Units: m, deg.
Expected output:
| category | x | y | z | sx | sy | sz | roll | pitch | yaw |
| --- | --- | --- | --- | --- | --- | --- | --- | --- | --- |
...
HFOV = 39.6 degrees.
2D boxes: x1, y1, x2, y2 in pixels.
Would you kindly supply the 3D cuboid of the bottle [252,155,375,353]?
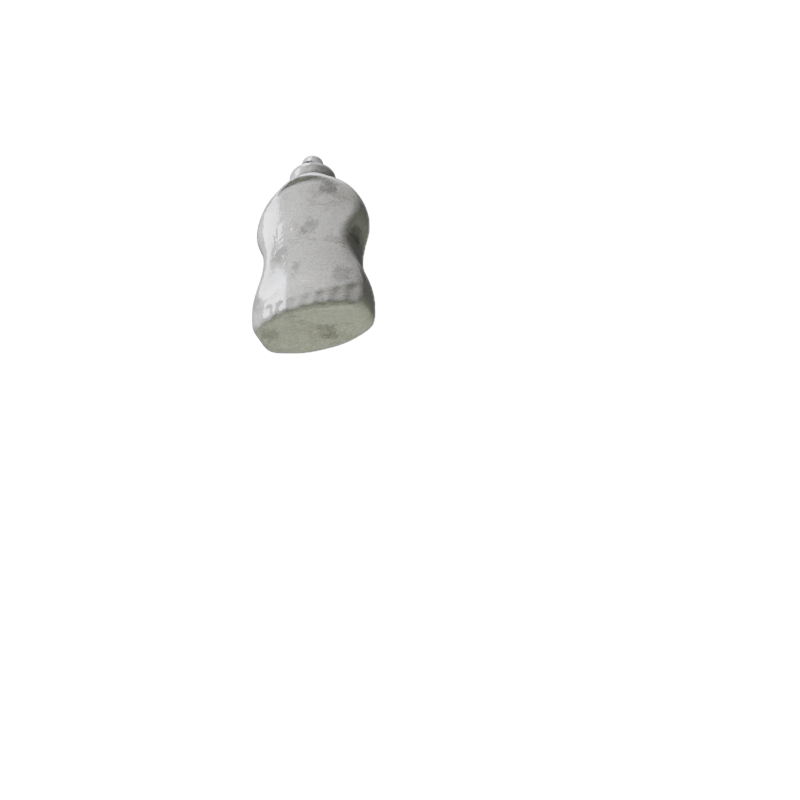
| category | x | y | z | sx | sy | sz | roll | pitch | yaw |
| --- | --- | --- | --- | --- | --- | --- | --- | --- | --- |
| bottle | -0.073 | -0.133 | 0.929 | 0.097 | 0.206 | 0.054 | -16 | -41 | 15 |
